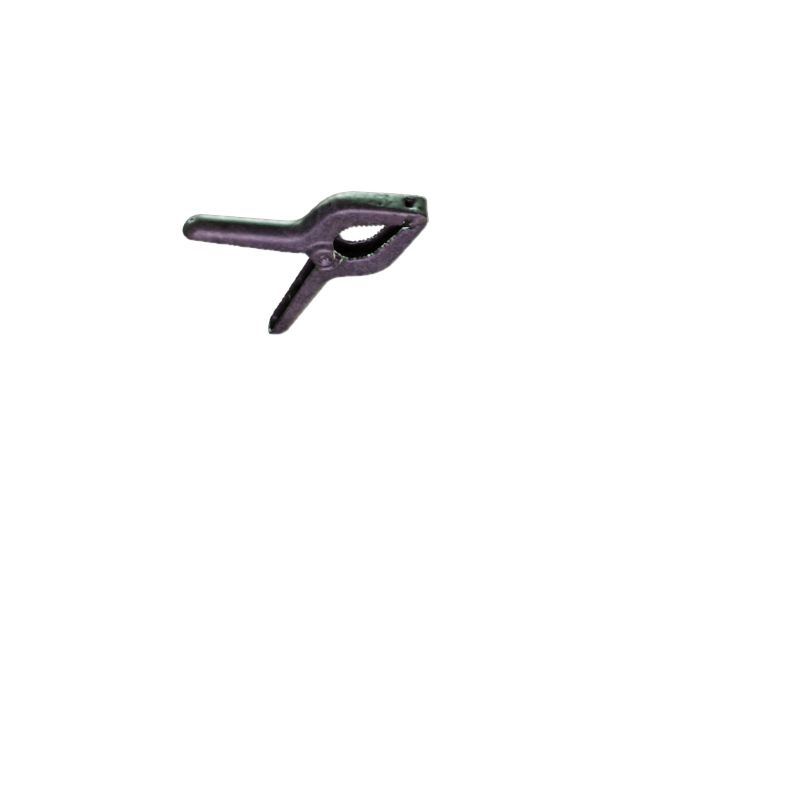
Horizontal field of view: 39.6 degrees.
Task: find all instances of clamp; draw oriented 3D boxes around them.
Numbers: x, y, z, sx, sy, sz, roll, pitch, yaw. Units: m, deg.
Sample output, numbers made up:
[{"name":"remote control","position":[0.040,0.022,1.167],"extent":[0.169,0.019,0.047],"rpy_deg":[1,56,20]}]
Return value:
[{"name":"clamp","position":[-0.077,-0.141,0.988],"extent":[0.211,0.039,0.152],"rpy_deg":[-22,-44,25]}]
